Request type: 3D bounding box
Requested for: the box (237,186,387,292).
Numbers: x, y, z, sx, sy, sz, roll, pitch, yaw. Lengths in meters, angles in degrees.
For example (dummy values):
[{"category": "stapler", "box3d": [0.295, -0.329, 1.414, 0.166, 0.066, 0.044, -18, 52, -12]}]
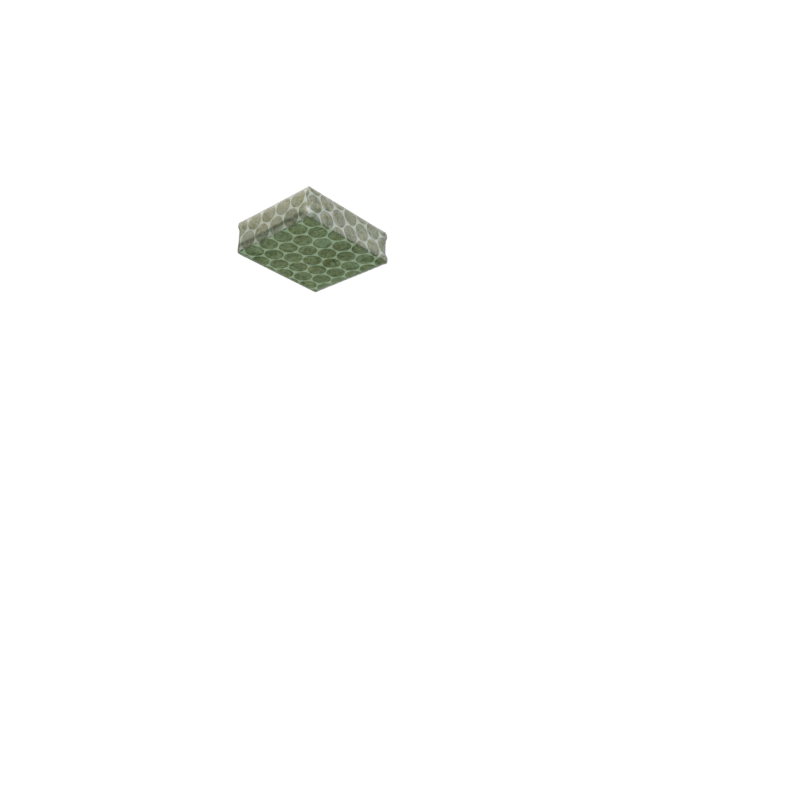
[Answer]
[{"category": "box", "box3d": [-0.064, -0.117, 0.822, 0.074, 0.032, 0.083, -21, -32, 37]}]
